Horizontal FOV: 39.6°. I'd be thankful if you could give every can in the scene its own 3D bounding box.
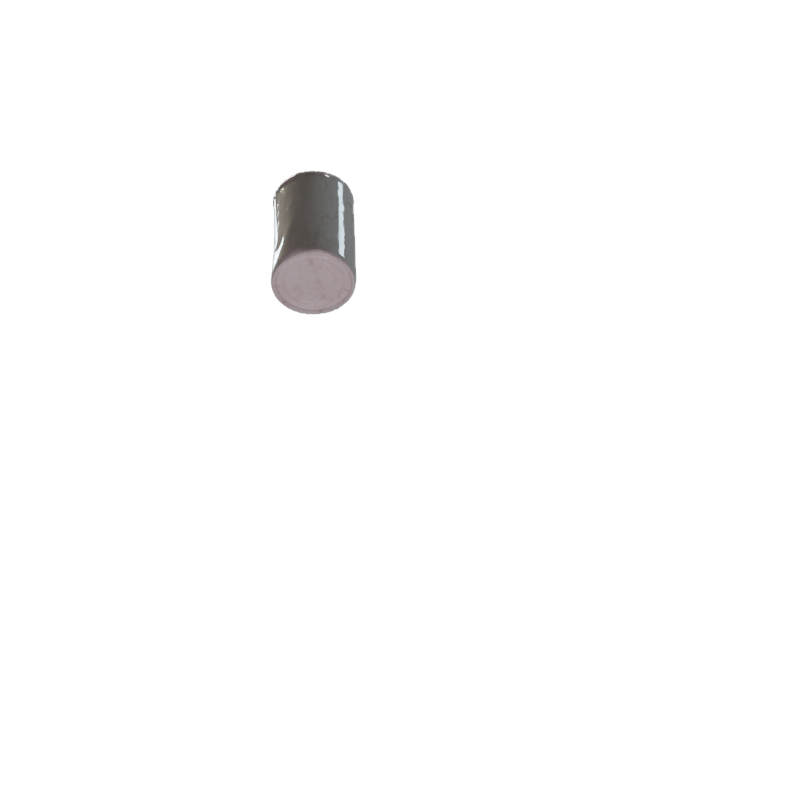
[{"bbox_3d":[-0.070,-0.127,0.892,0.068,0.064,0.110,-1,45,-3],"label":"can"}]
